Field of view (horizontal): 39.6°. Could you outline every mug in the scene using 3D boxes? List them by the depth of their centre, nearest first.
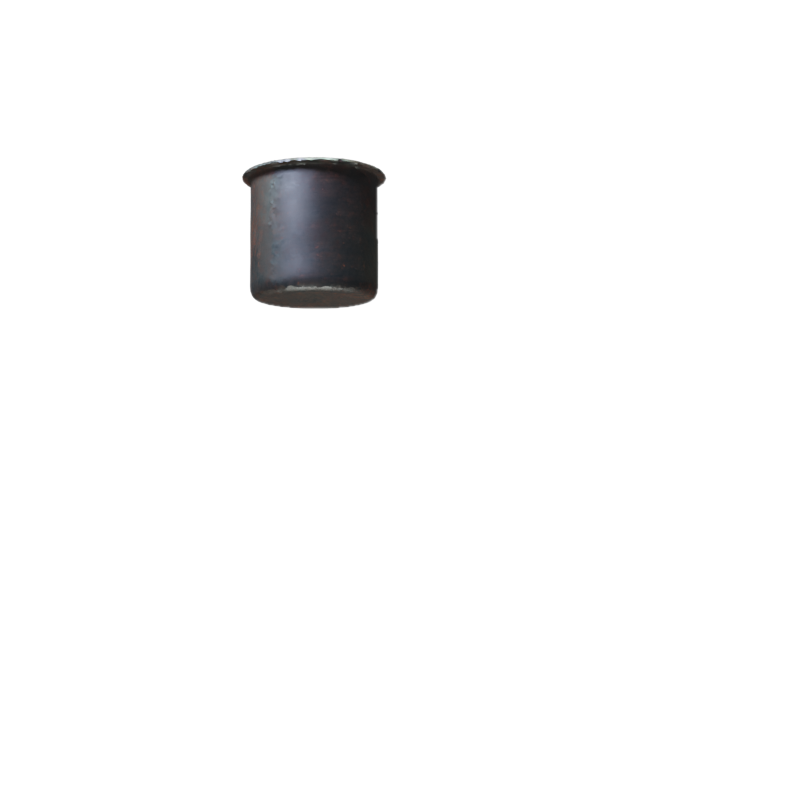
[{"bbox_3d":[-0.057,-0.103,0.723,0.093,0.084,0.115,0,-7,-5],"label":"mug"}]
